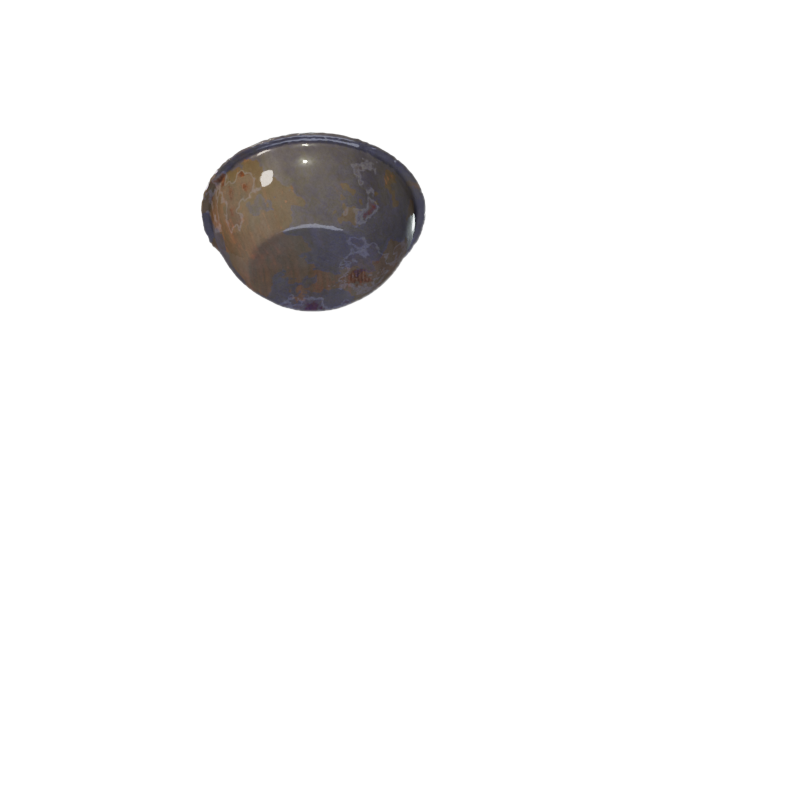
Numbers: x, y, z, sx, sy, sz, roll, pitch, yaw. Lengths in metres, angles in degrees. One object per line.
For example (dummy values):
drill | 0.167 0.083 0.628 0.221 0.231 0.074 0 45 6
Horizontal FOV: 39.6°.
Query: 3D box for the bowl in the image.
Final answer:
bowl | -0.061 -0.111 0.781 0.162 0.059 0.151 1 -38 -1
